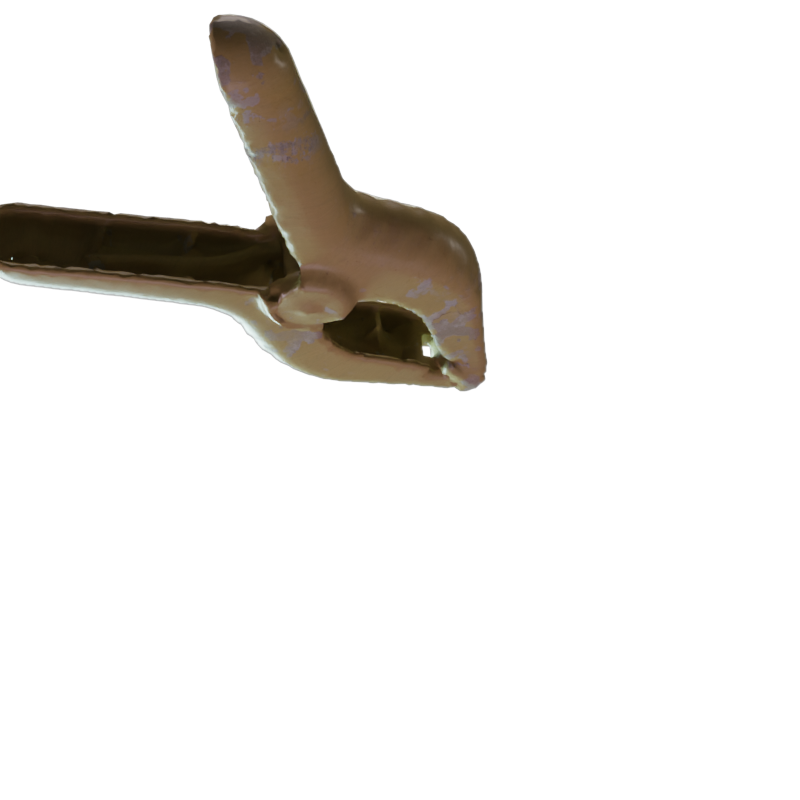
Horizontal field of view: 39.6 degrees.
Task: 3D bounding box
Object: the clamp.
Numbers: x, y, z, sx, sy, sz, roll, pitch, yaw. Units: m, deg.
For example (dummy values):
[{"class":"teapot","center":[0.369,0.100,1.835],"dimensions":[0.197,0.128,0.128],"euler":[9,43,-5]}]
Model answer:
[{"class":"clamp","center":[-0.026,-0.048,0.333],"dimensions":[0.162,0.042,0.119],"euler":[17,-30,-33]}]
